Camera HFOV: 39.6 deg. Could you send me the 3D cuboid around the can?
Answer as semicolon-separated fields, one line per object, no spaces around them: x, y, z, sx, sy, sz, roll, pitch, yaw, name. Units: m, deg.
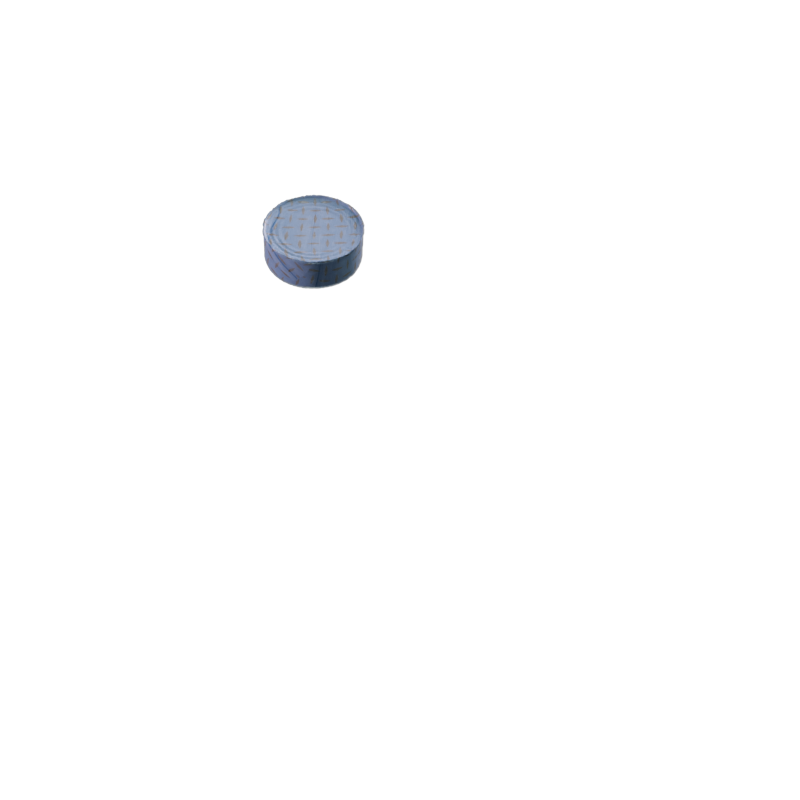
-0.074;-0.134;0.941;0.086;0.092;0.031;-1;-44;-1;can
